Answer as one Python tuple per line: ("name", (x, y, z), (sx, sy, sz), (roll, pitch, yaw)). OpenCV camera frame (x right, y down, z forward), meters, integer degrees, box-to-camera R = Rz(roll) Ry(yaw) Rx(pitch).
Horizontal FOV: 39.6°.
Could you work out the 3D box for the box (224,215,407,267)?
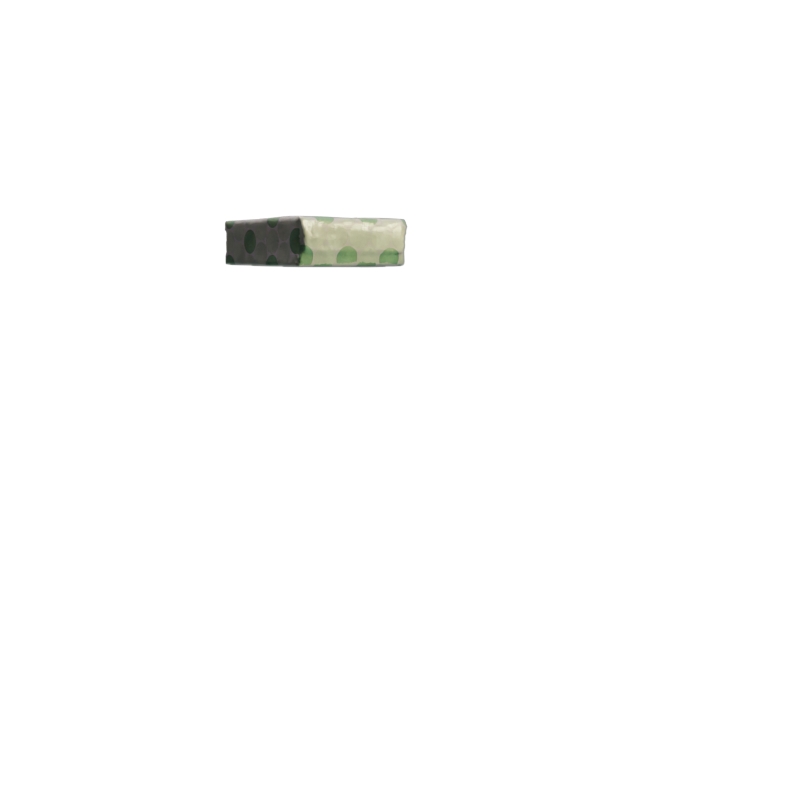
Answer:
("box", (-0.051, -0.093, 0.650), (0.071, 0.030, 0.093), (-4, 7, -34))
